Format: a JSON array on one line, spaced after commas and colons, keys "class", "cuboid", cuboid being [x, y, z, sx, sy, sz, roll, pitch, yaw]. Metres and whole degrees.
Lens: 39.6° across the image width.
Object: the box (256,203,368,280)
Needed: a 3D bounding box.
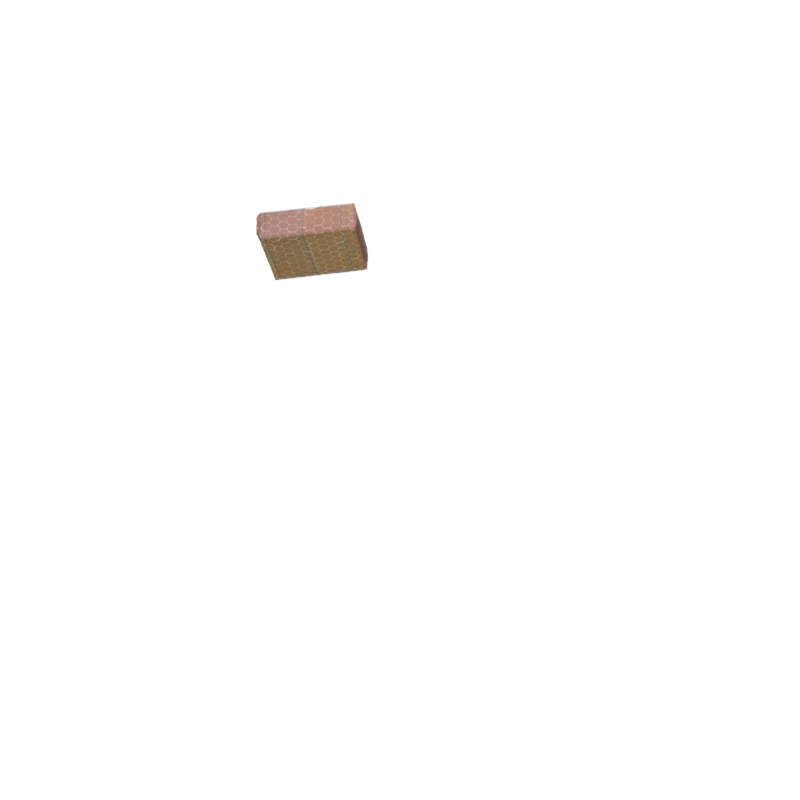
[{"class": "box", "cuboid": [-0.078, -0.142, 0.993, 0.090, 0.032, 0.068, -5, -28, 8]}]
